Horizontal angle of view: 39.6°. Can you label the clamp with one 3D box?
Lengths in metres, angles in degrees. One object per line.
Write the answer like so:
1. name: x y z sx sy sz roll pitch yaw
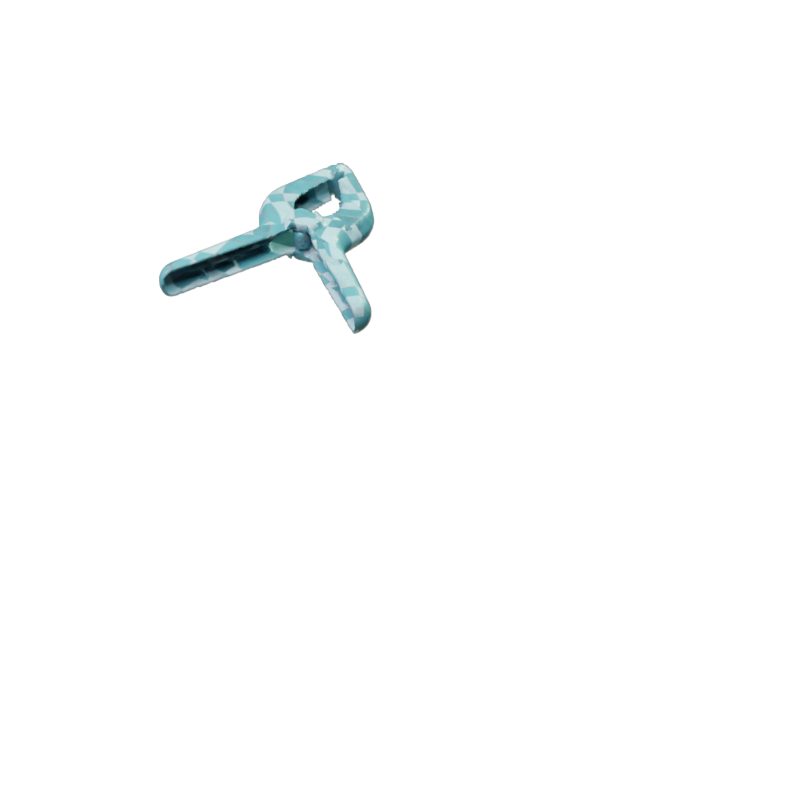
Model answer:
1. clamp: -0.069 -0.125 0.877 0.171 0.034 0.216 16 41 19
